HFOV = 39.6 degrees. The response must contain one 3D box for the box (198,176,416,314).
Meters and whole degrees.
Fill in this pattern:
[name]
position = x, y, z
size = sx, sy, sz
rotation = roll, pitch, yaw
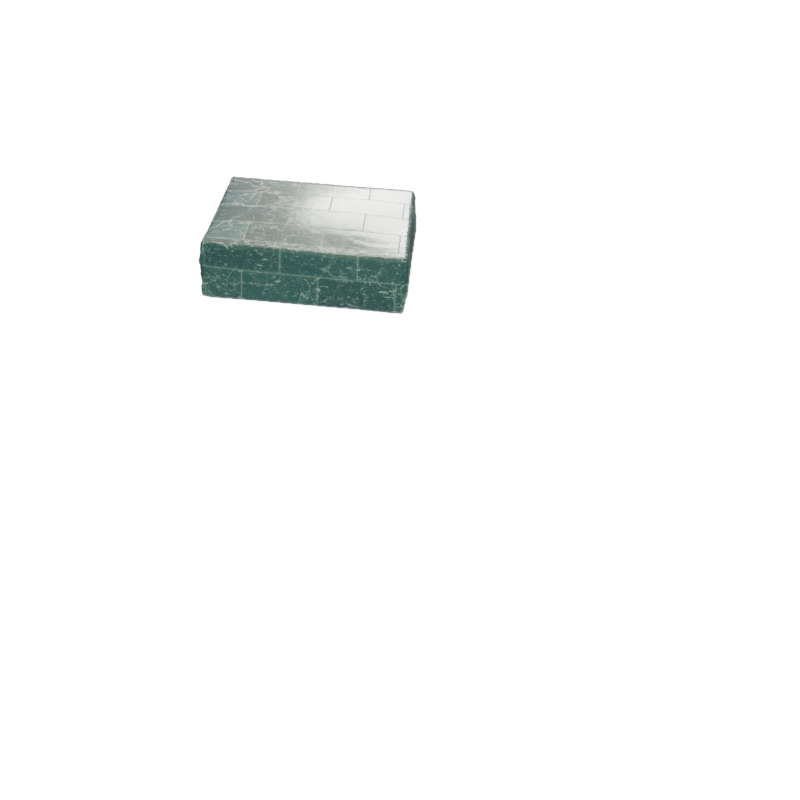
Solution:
[box]
position = -0.049, -0.089, 0.625
size = 0.114, 0.037, 0.095
rotation = 3, 31, 4
